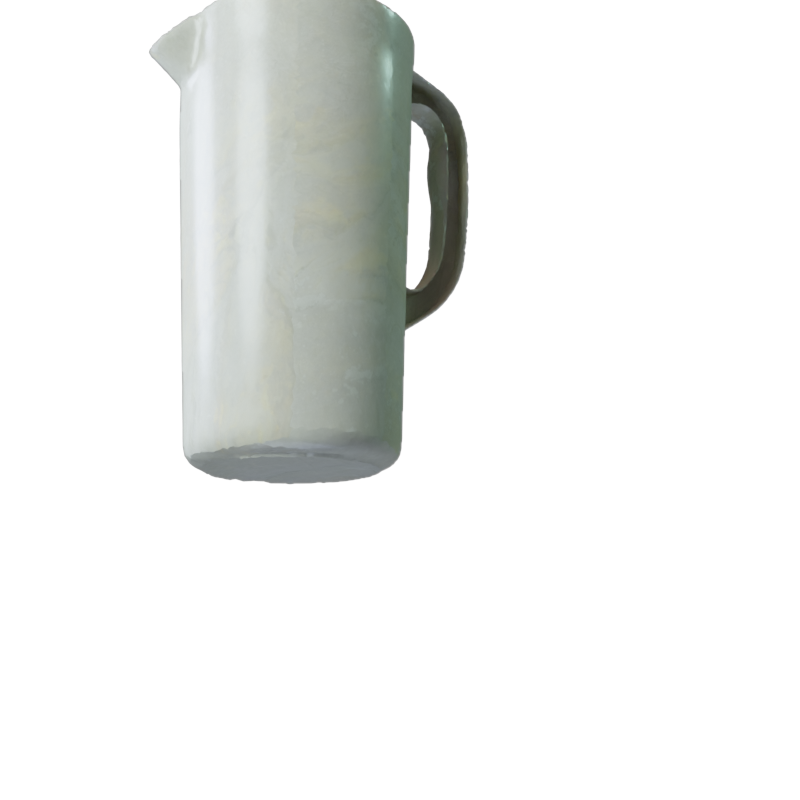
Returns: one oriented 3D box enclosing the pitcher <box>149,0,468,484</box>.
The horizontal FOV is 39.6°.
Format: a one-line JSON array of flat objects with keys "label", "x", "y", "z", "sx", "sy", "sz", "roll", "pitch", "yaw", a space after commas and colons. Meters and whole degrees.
[{"label": "pitcher", "x": -0.046, "y": -0.084, "z": 0.588, "sx": 0.152, "sy": 0.254, "sz": 0.136, "roll": -6, "pitch": -18, "yaw": 15}]
